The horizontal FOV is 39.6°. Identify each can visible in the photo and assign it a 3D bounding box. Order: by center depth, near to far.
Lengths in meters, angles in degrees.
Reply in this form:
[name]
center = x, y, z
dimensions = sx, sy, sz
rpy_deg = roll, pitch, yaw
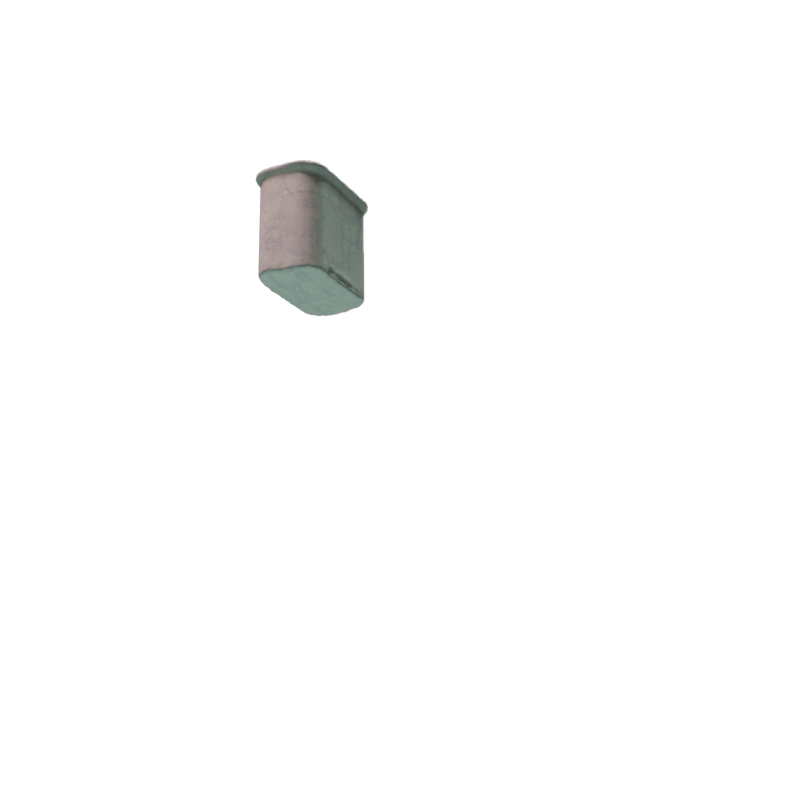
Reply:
[can]
center = -0.065, -0.119, 0.831
dimensions = 0.058, 0.088, 0.095
rpy_deg = -11, -23, 24
